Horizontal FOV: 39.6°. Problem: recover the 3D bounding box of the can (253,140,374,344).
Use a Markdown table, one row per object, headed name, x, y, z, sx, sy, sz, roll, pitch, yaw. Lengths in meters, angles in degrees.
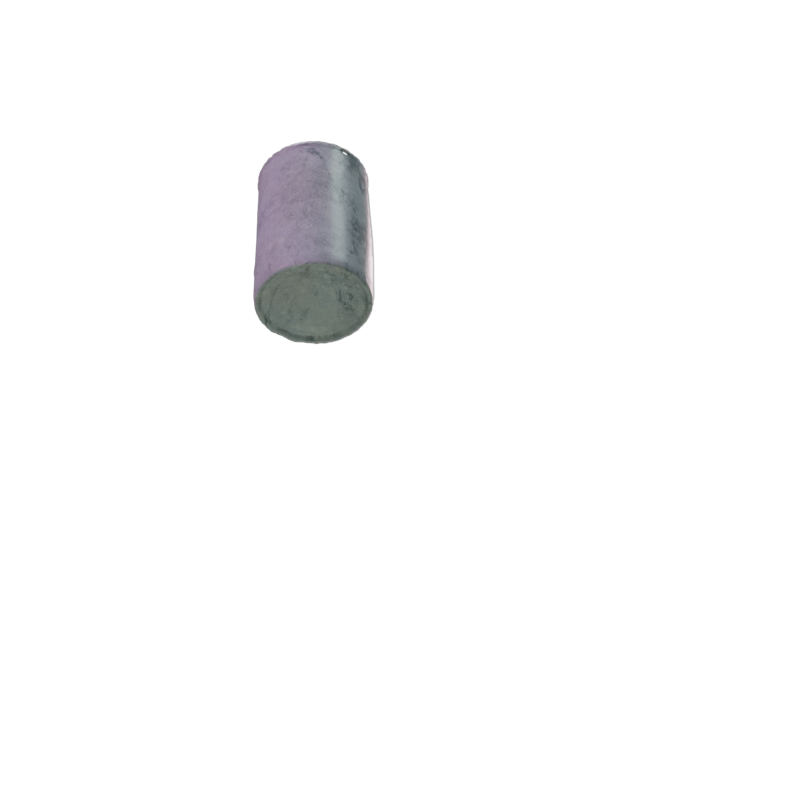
| name | x | y | z | sx | sy | sz | roll | pitch | yaw |
| --- | --- | --- | --- | --- | --- | --- | --- | --- | --- |
| can | -0.050 | -0.091 | 0.640 | 0.068 | 0.110 | 0.064 | -1 | -42 | -3 |
